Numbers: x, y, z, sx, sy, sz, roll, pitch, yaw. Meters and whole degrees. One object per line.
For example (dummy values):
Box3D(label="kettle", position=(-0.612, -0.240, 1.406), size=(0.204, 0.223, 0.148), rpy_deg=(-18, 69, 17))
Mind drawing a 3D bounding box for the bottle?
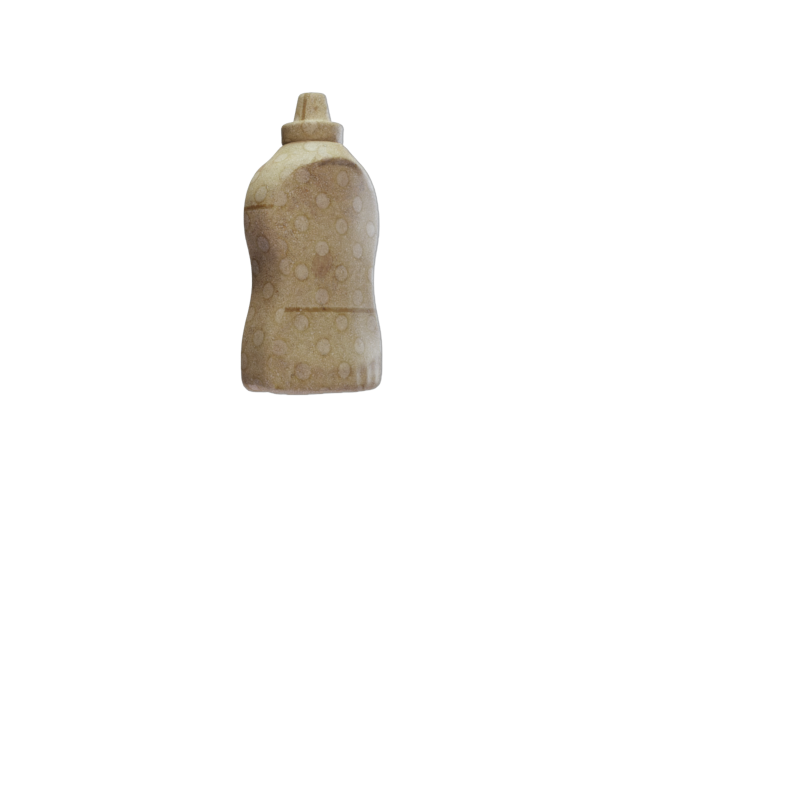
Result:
Box3D(label="bottle", position=(-0.056, -0.102, 0.713), size=(0.092, 0.193, 0.060), rpy_deg=(2, -4, -39))
